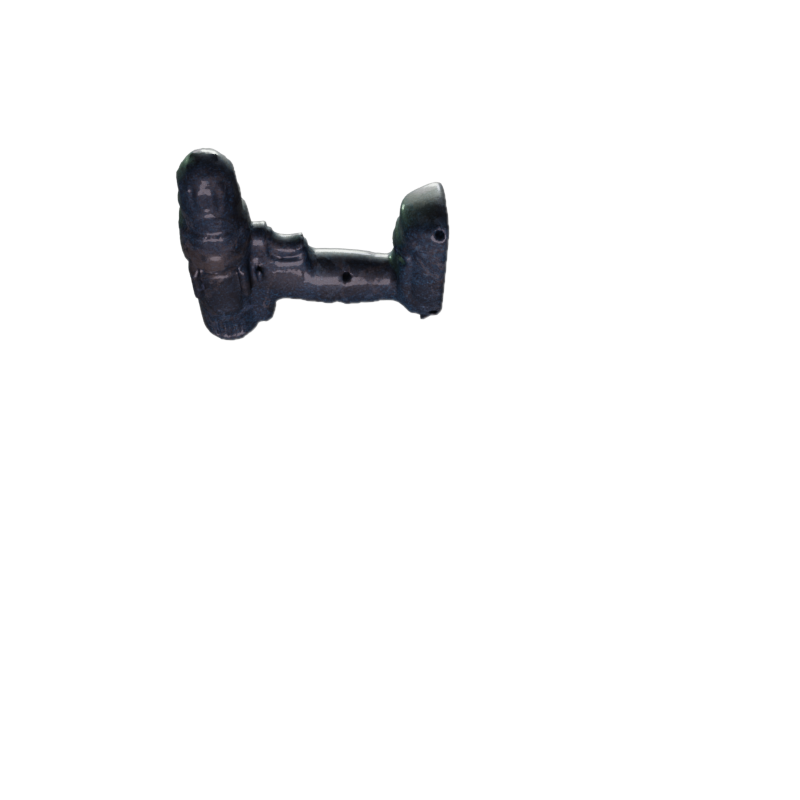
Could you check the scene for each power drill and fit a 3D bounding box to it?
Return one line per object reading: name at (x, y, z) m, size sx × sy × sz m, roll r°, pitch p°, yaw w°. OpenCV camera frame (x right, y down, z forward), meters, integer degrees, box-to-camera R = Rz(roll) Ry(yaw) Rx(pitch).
power drill at (-0.062, -0.113, 0.789) m, size 0.188 × 0.061 × 0.172 m, roll -1°, pitch -33°, yaw 1°
